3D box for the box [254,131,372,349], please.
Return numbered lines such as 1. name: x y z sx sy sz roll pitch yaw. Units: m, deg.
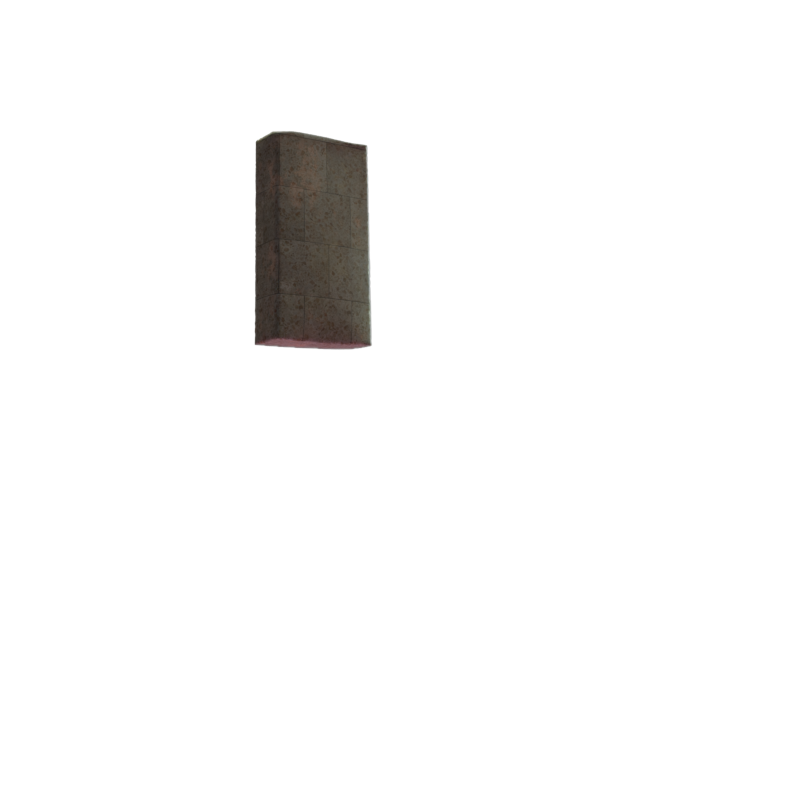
1. box: -0.072 -0.132 0.926 0.090 0.181 0.049 5 -12 -31
